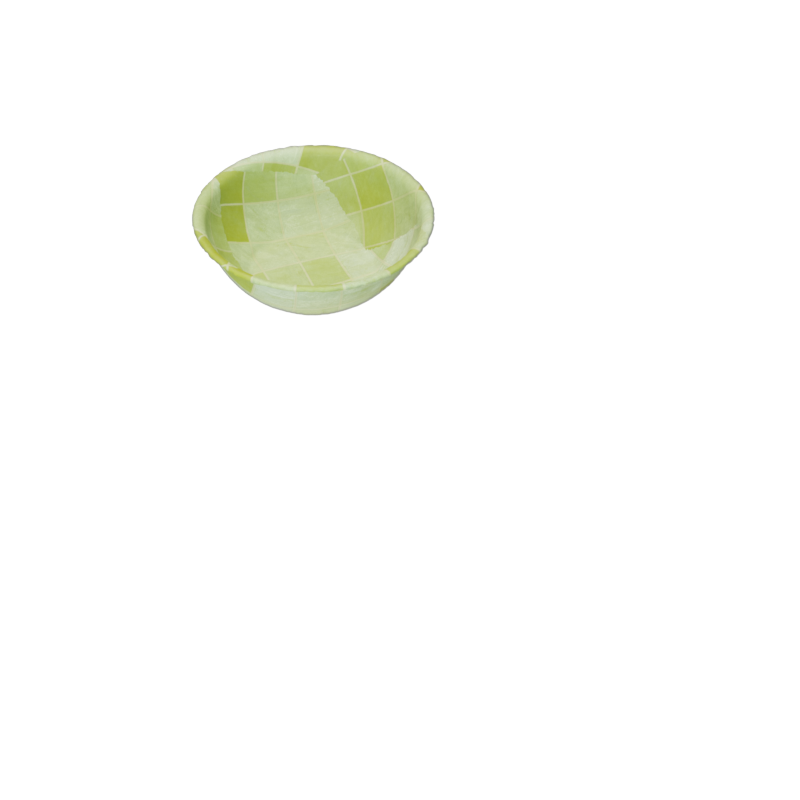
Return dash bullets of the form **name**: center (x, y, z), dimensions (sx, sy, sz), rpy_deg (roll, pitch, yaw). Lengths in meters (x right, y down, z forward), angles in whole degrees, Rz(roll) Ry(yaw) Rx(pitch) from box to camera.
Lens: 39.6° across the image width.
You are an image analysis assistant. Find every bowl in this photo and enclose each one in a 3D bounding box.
- **bowl**: center (-0.059, -0.108, 0.756), dimensions (0.162, 0.051, 0.174), rpy_deg (-1, 43, -1)
